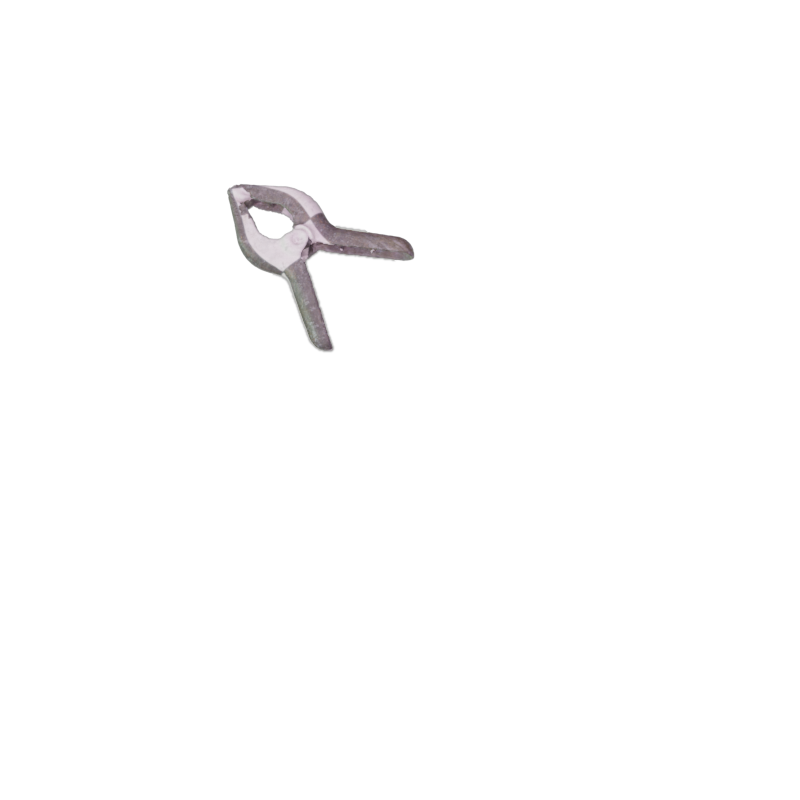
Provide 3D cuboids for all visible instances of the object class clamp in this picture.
[{"bbox_3d":[-0.076,-0.138,0.967,0.121,0.179,0.037,-38,-17,-14],"label":"clamp"}]
